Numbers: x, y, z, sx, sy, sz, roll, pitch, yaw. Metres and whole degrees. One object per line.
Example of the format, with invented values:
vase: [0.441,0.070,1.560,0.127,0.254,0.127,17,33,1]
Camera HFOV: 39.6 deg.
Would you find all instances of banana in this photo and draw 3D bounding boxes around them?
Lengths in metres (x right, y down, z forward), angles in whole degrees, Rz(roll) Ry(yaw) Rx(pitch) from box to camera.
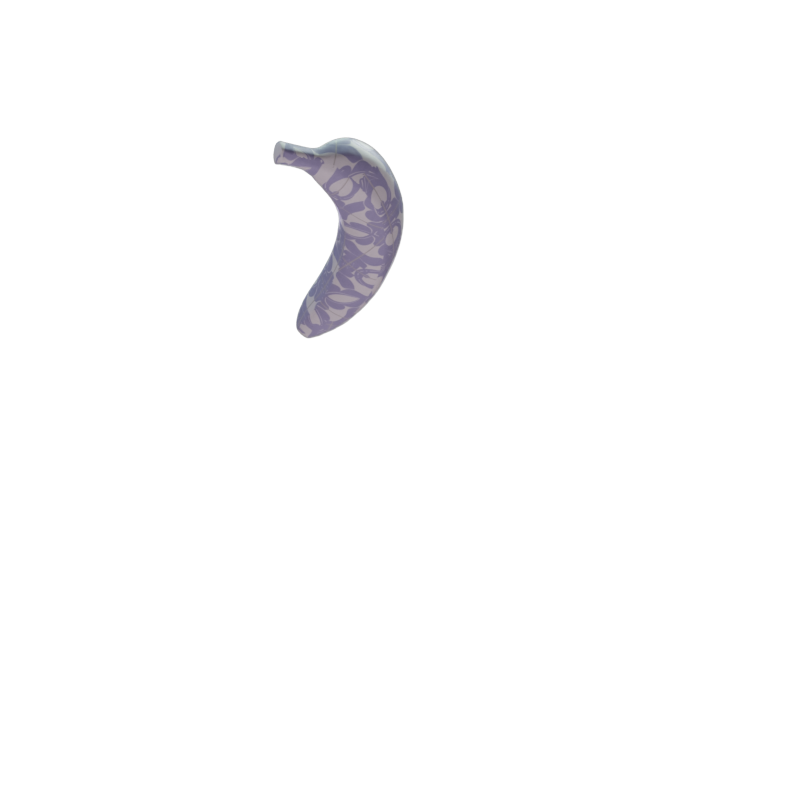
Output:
banana: [-0.033,-0.096,0.653,0.070,0.039,0.185,-1,-30,0]
